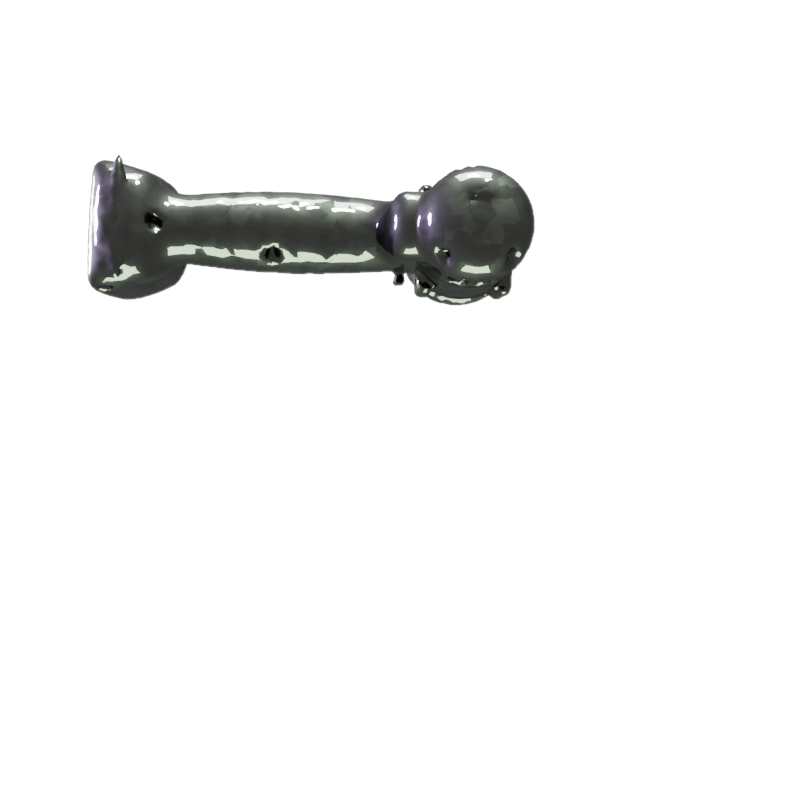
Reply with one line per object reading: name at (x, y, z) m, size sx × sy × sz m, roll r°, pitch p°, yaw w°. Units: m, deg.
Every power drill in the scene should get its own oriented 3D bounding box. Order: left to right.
power drill at (-0.040, -0.073, 0.514) m, size 0.188 × 0.058 × 0.182 m, roll 0°, pitch -1°, yaw 0°
